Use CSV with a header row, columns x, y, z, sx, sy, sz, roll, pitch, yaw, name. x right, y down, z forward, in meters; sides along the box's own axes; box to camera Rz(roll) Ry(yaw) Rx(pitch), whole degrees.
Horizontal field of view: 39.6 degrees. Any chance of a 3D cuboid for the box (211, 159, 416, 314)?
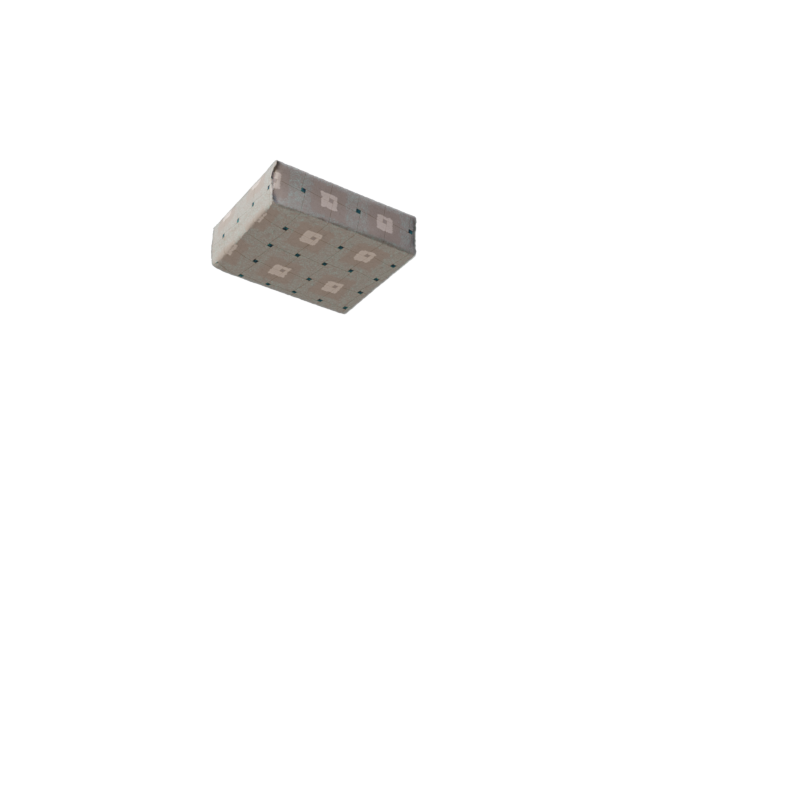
x,y,z,sx,sy,sz,roll,pitch,yaw,name
-0.059,-0.107,0.749,0.108,0.041,0.088,18,-35,-28,box
